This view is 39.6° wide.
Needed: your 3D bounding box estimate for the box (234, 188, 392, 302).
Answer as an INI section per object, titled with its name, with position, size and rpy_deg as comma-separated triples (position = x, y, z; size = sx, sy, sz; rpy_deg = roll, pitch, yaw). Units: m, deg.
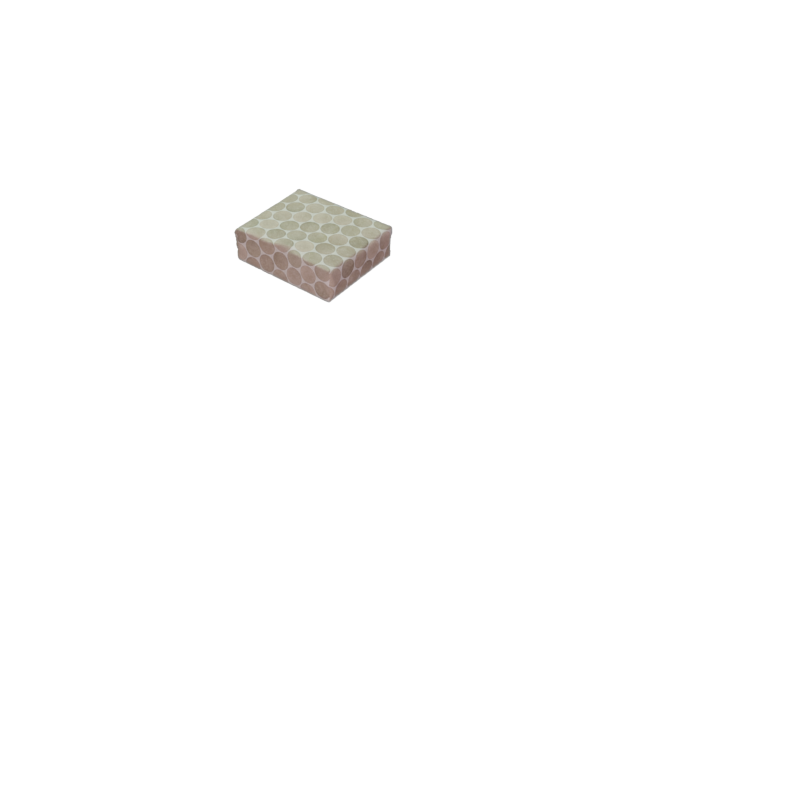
[box]
position = -0.063, -0.114, 0.799
size = 0.094, 0.028, 0.074
rpy_deg = 26, 46, 28
